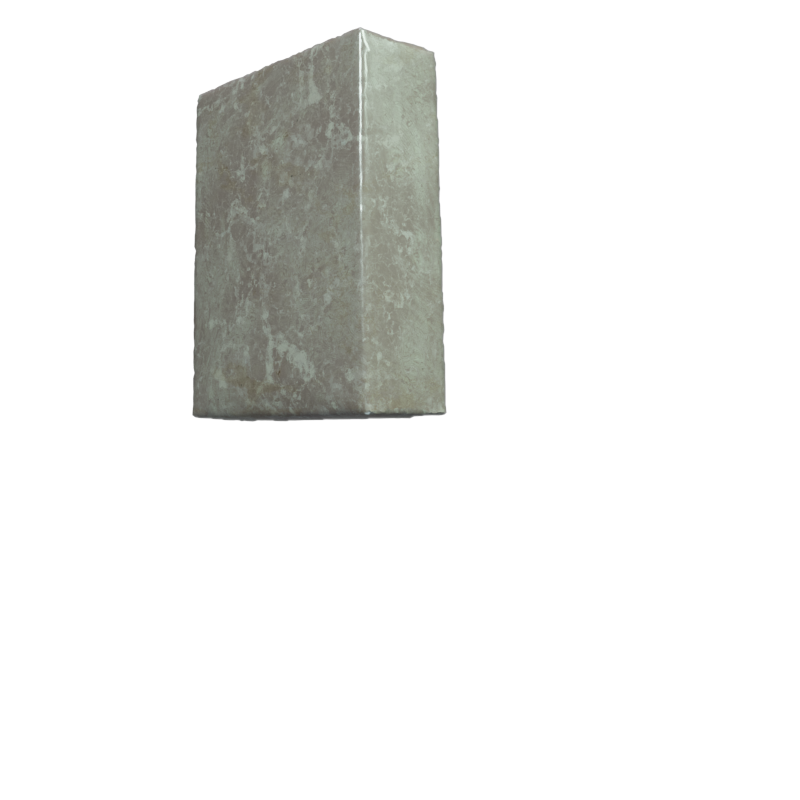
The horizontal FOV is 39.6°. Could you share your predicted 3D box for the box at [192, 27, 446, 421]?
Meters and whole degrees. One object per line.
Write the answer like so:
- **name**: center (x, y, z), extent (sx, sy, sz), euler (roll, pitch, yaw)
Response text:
- **box**: center (-0.053, -0.096, 0.673), extent (0.068, 0.219, 0.169), euler (8, -11, -42)
